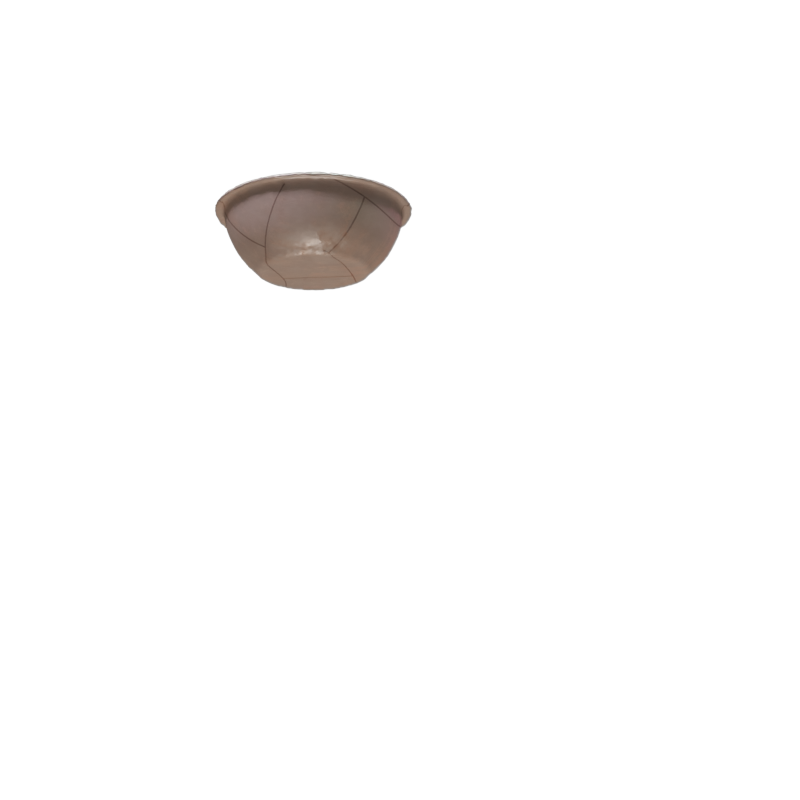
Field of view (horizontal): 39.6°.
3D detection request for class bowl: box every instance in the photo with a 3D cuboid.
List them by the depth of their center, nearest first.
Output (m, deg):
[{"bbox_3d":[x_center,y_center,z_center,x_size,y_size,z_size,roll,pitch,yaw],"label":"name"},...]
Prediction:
[{"bbox_3d":[-0.071,-0.129,0.905,0.162,0.057,0.156,0,-14,-2],"label":"bowl"}]
